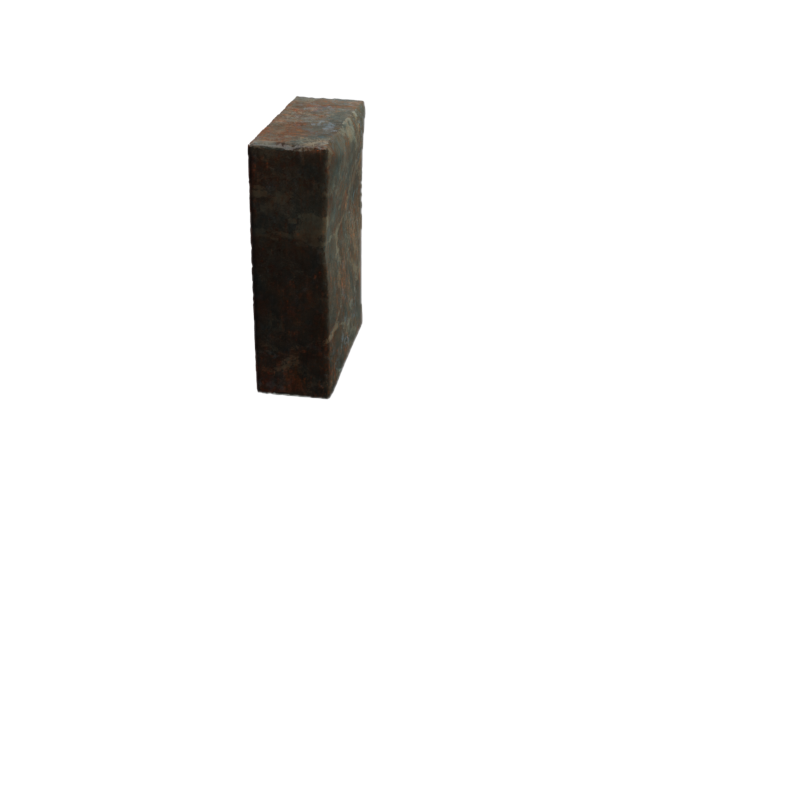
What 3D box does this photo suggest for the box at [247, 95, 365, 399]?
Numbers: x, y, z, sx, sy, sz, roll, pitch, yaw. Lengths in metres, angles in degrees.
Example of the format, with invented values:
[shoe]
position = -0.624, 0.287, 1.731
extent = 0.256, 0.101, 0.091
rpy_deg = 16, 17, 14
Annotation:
[box]
position = -0.073, -0.134, 0.938
extent = 0.073, 0.203, 0.170
rpy_deg = 5, 25, 7
